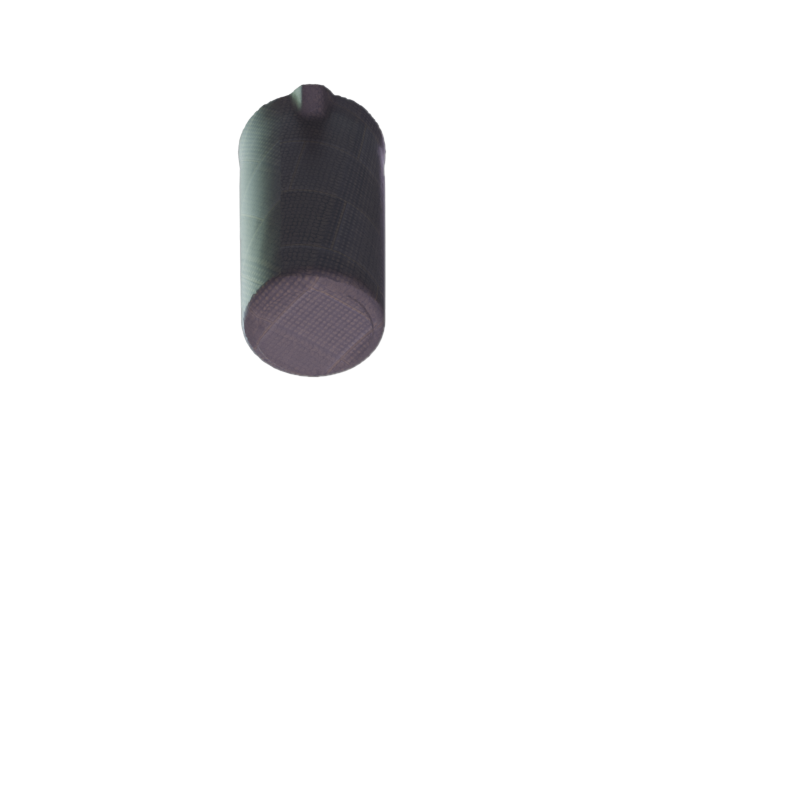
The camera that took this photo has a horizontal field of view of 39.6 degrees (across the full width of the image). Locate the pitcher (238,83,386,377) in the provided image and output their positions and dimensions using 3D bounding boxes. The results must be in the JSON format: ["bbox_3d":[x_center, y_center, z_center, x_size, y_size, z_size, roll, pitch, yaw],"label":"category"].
[{"bbox_3d":[-0.072,-0.131,0.918,0.144,0.261,0.140,-34,-54,26],"label":"pitcher"}]
